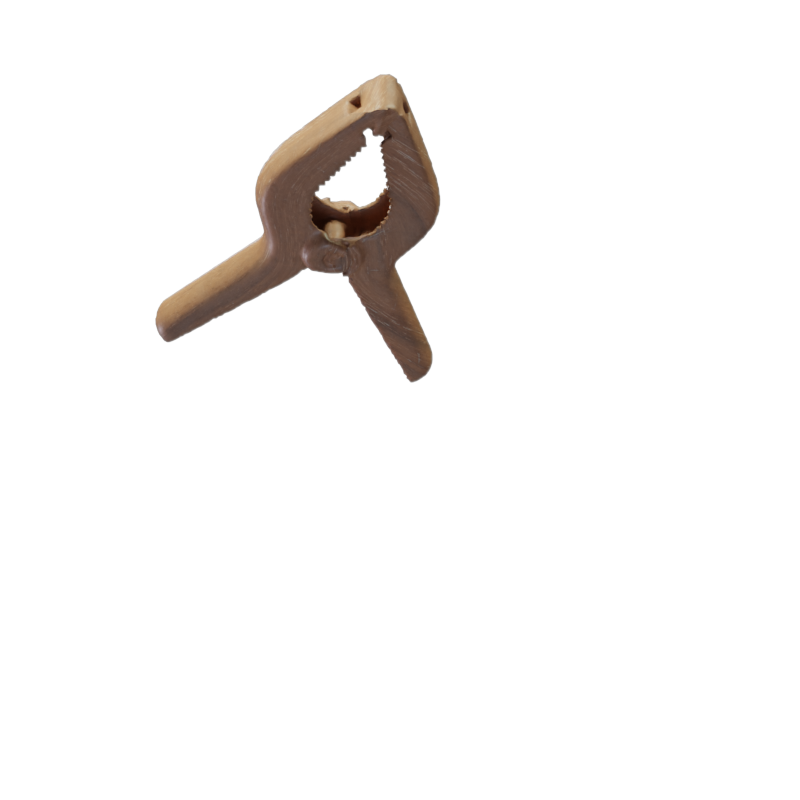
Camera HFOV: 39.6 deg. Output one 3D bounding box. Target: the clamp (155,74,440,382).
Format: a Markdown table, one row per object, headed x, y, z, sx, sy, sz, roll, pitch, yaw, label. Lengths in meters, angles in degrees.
| x | y | z | sx | sy | sz | roll | pitch | yaw | label |
| --- | --- | --- | --- | --- | --- | --- | --- | --- | --- |
| -0.046 | -0.084 | 0.591 | 0.163 | 0.039 | 0.197 | 6 | -40 | -7 | clamp |
